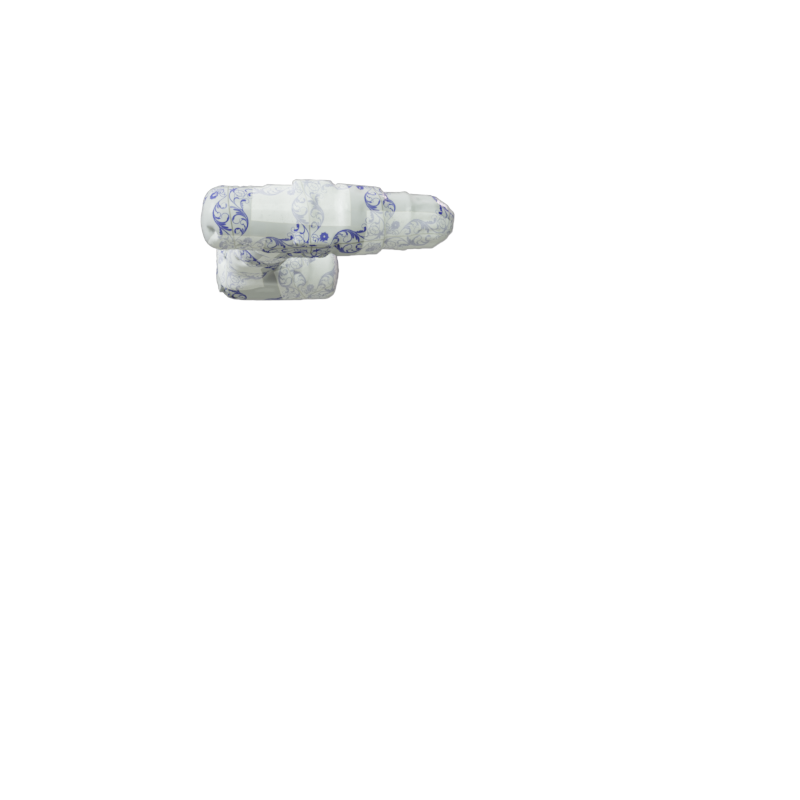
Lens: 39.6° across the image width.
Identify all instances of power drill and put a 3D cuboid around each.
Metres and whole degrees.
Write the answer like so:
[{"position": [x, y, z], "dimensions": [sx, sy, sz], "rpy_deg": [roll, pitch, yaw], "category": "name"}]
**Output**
[{"position": [-0.068, -0.124, 0.865], "dimensions": [0.182, 0.059, 0.185], "rpy_deg": [2, -9, -12], "category": "power drill"}]
